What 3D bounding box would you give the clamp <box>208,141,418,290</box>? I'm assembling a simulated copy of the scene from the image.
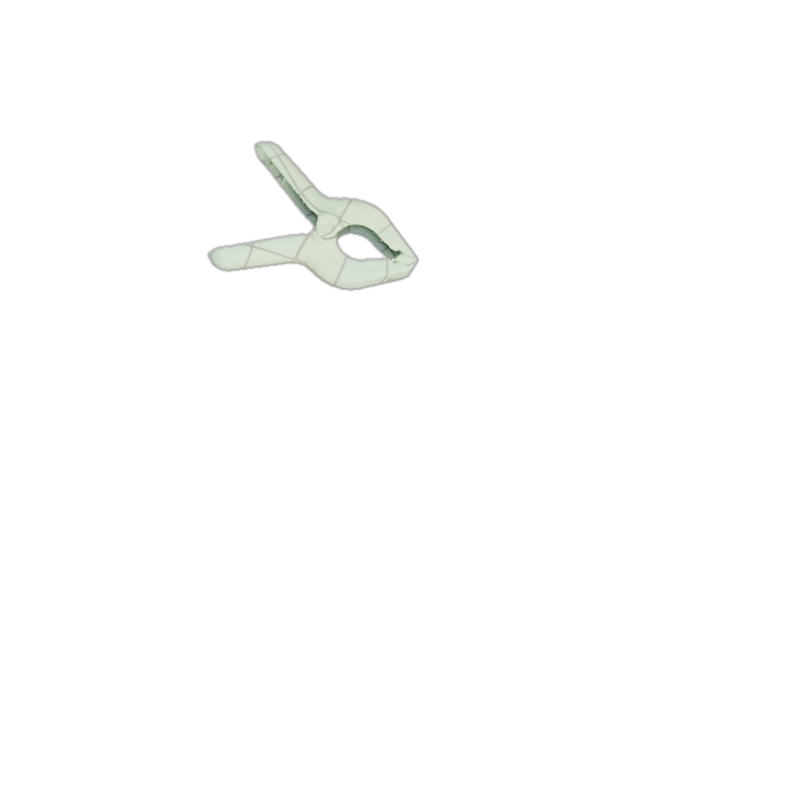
[{"bbox_3d":[-0.073,-0.134,0.938,0.174,0.122,0.038,28,-12,7],"label":"clamp"}]
